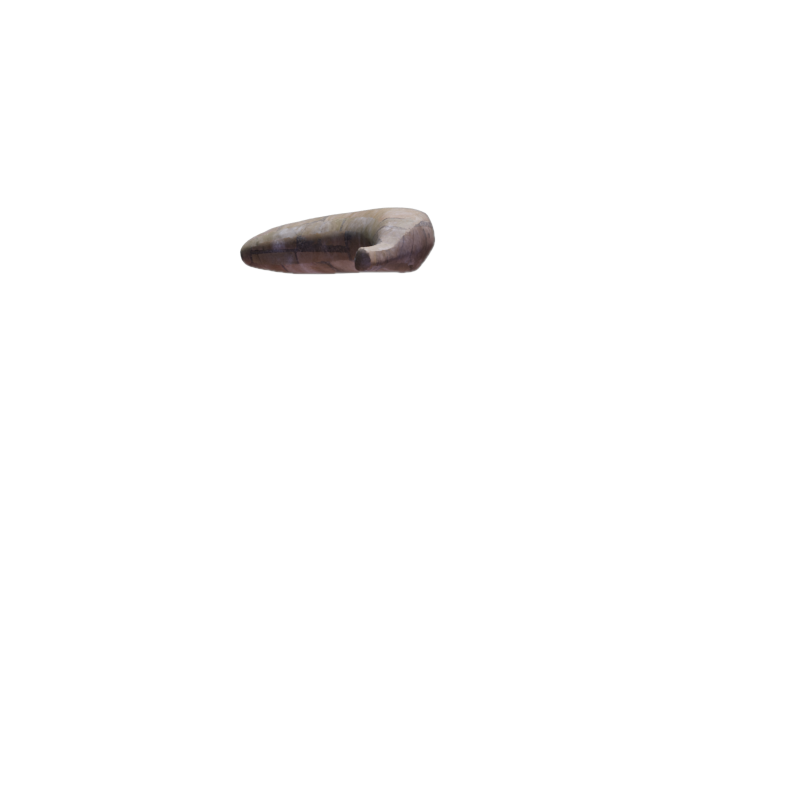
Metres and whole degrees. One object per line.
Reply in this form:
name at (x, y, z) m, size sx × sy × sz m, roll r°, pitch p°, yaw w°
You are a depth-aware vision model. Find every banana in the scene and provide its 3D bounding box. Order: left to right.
banana at (-0.031, -0.091, 0.636) m, size 0.068 × 0.037 × 0.204 m, roll -2°, pitch 6°, yaw -25°
